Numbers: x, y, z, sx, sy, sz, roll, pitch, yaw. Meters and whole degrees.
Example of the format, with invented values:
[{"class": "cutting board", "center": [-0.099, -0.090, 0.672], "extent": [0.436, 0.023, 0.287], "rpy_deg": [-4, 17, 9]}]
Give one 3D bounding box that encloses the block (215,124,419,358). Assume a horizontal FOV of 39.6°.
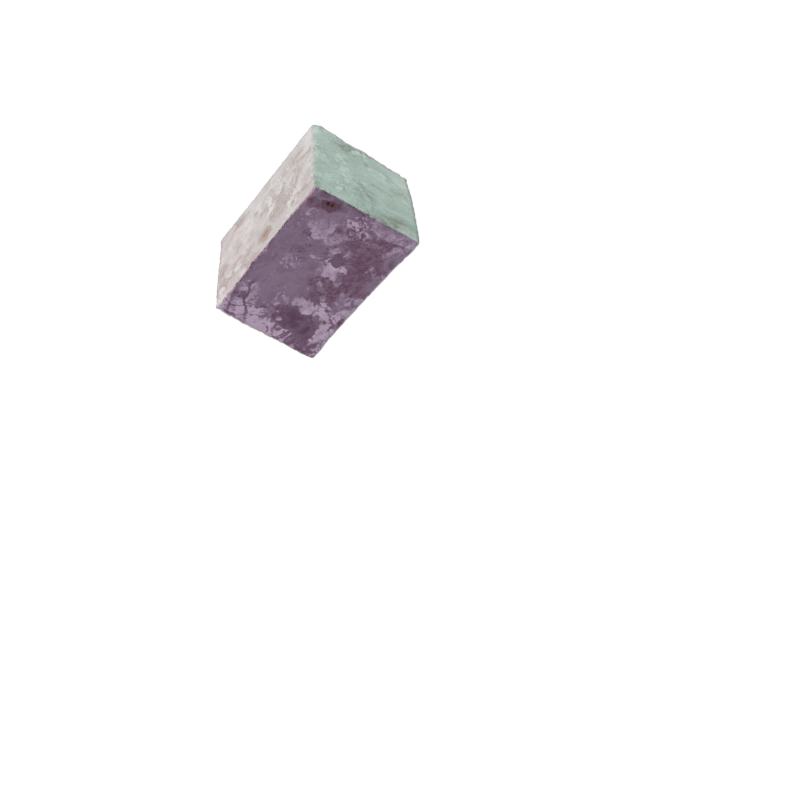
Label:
[{"class": "block", "center": [-0.037, -0.068, 0.477], "extent": [0.050, 0.055, 0.076], "rpy_deg": [29, -56, -25]}]
